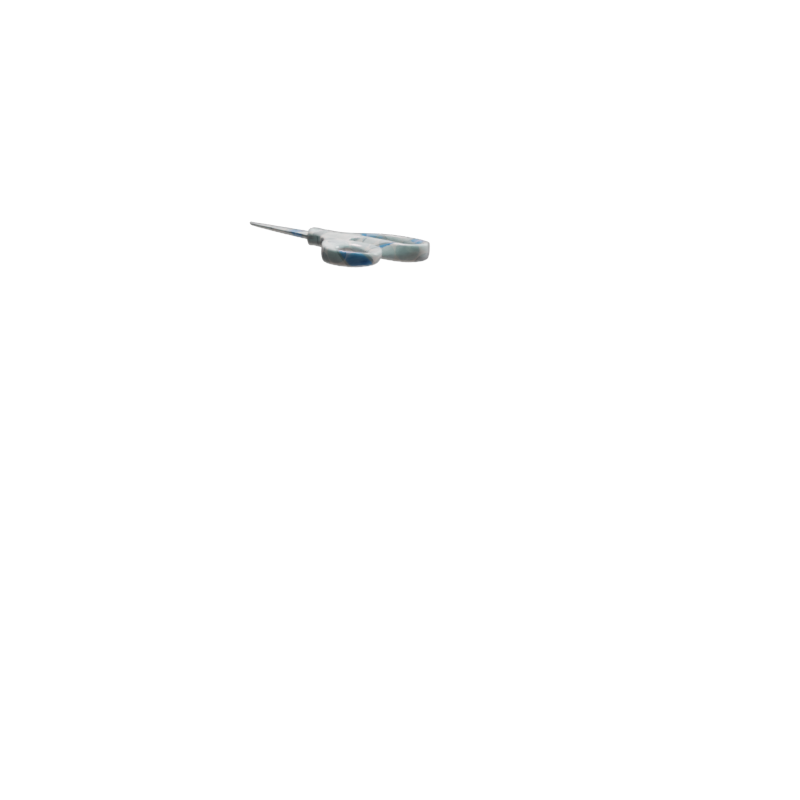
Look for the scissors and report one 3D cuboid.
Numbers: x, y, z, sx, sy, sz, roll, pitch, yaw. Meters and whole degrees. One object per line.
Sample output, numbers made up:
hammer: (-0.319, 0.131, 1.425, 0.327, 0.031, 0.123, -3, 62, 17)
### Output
scissors: (-0.073, -0.133, 0.932, 0.211, 0.015, 0.095, 11, 21, 31)
